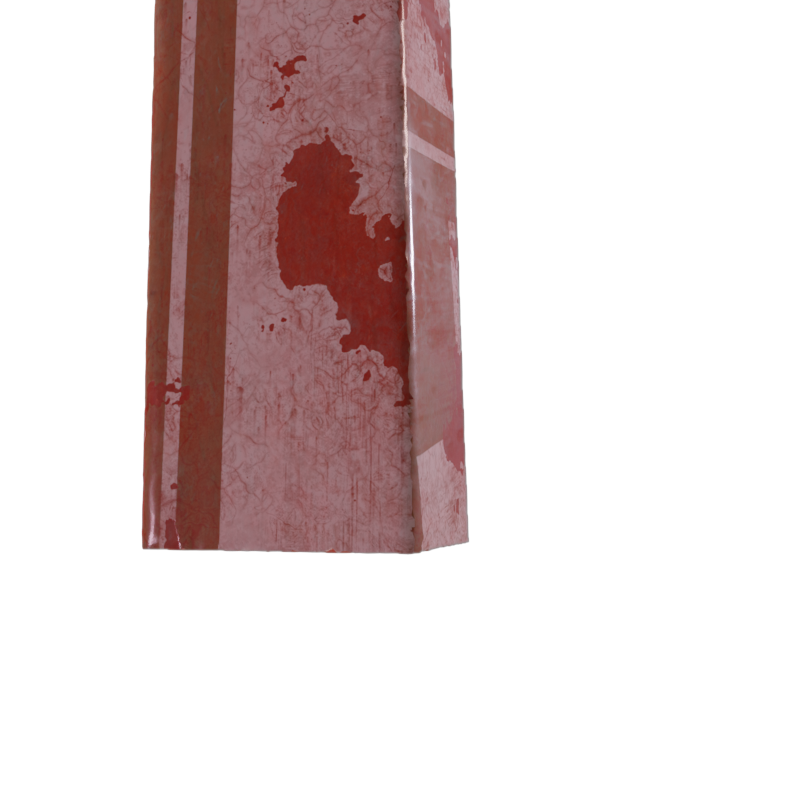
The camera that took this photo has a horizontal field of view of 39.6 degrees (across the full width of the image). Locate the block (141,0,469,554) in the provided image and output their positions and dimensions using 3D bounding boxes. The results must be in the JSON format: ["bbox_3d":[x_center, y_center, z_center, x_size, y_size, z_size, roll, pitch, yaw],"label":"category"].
[{"bbox_3d":[-0.031,-0.056,0.389,0.092,0.212,0.086,-4,-12,15],"label":"block"}]
